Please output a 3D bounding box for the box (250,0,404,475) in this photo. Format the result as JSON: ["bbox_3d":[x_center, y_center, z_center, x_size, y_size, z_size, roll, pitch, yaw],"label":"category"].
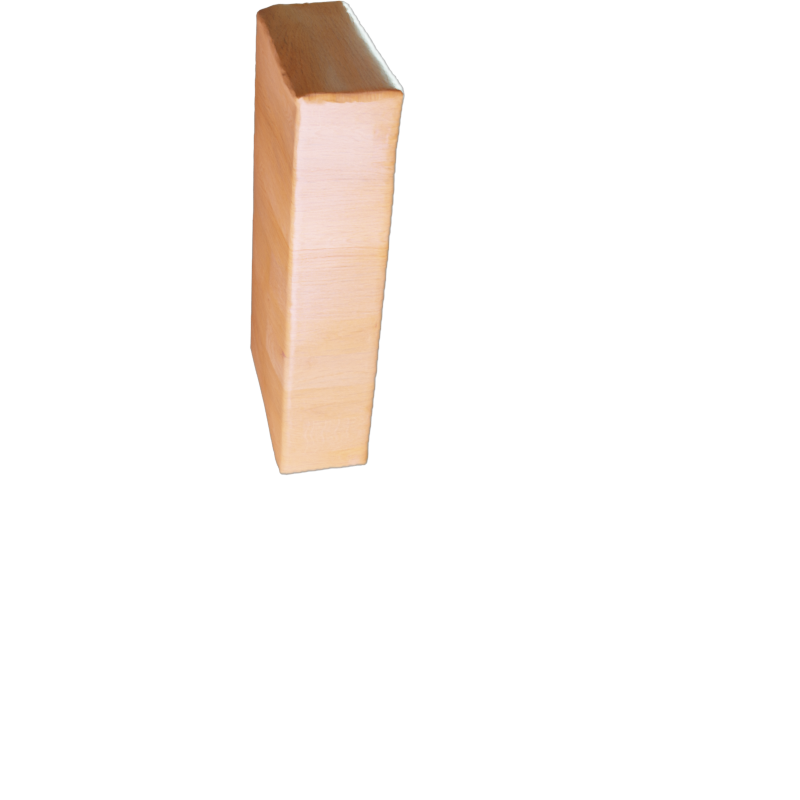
[{"bbox_3d":[-0.036,-0.066,0.459,0.047,0.165,0.101,-6,36,-13],"label":"box"}]
